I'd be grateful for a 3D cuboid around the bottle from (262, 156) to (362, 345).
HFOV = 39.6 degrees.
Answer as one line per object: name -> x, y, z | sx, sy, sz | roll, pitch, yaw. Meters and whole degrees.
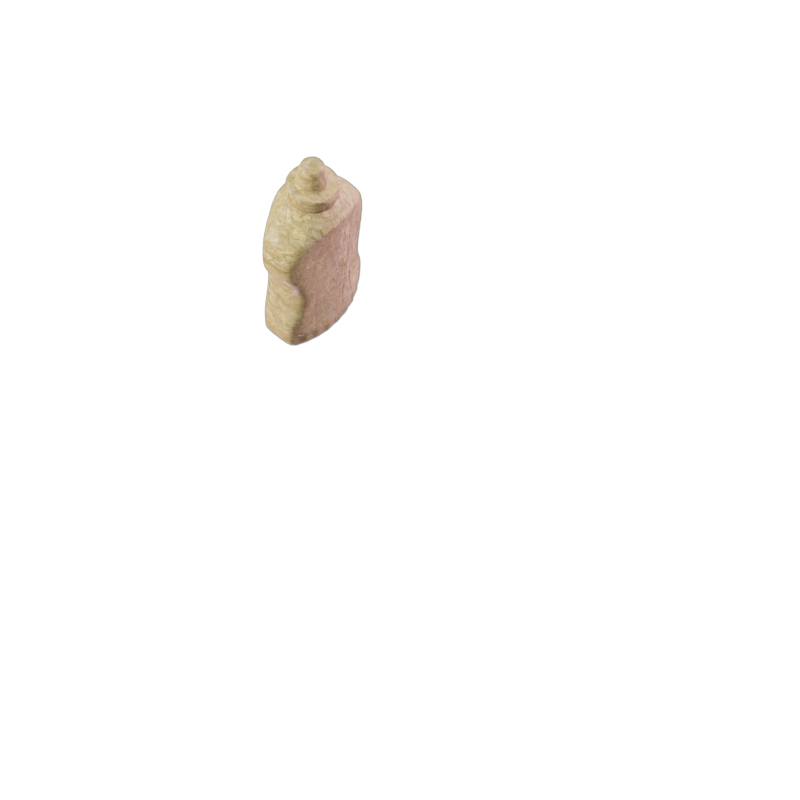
bottle -> -0.070, -0.127, 0.891 | 0.061, 0.098, 0.180 | 37, -26, 16
